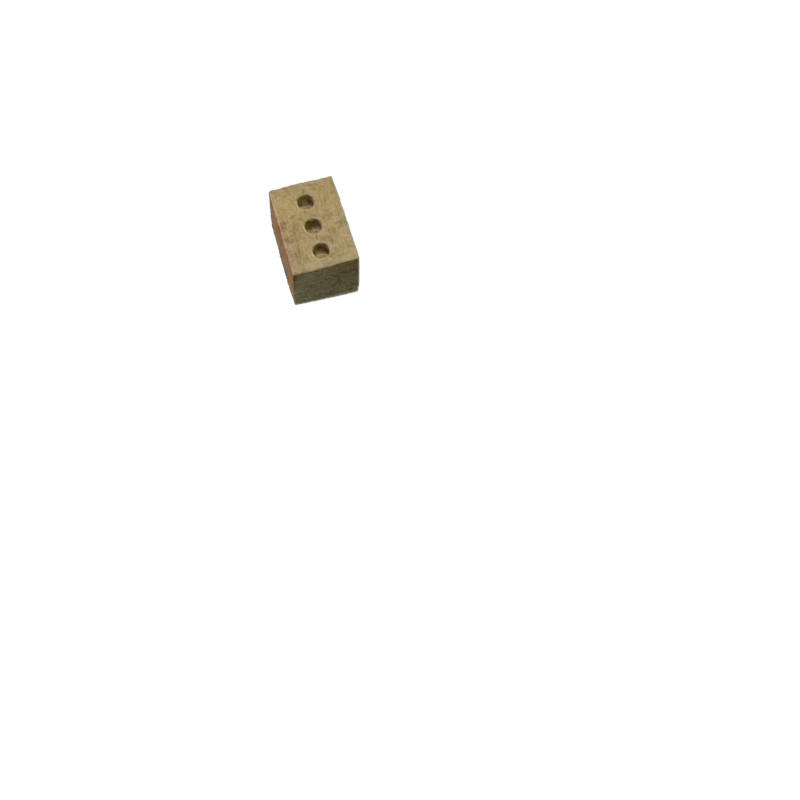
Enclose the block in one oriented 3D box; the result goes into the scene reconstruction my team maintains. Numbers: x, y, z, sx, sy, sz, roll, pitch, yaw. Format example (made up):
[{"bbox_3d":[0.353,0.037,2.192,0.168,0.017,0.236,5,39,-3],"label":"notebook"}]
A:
[{"bbox_3d":[-0.067,-0.122,0.852,0.052,0.083,0.048,-15,-25,-9],"label":"block"}]
